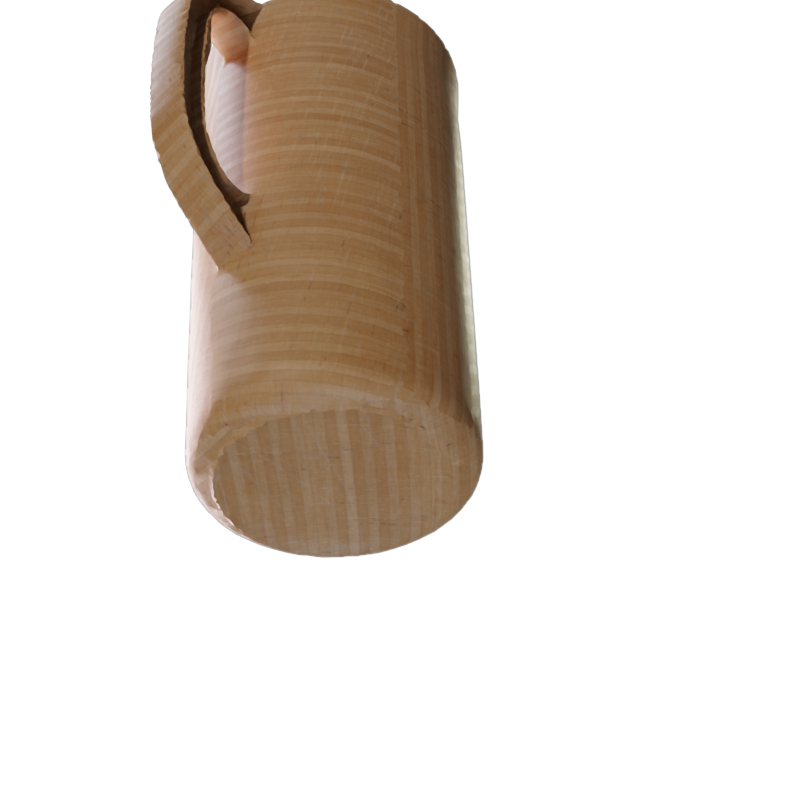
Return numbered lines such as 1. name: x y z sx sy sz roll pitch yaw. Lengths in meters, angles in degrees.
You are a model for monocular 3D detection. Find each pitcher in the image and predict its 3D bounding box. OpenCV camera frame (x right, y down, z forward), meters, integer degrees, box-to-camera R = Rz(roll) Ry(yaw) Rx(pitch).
1. pitcher: -0.037 -0.068 0.477 0.148 0.261 0.136 3 -44 -7
